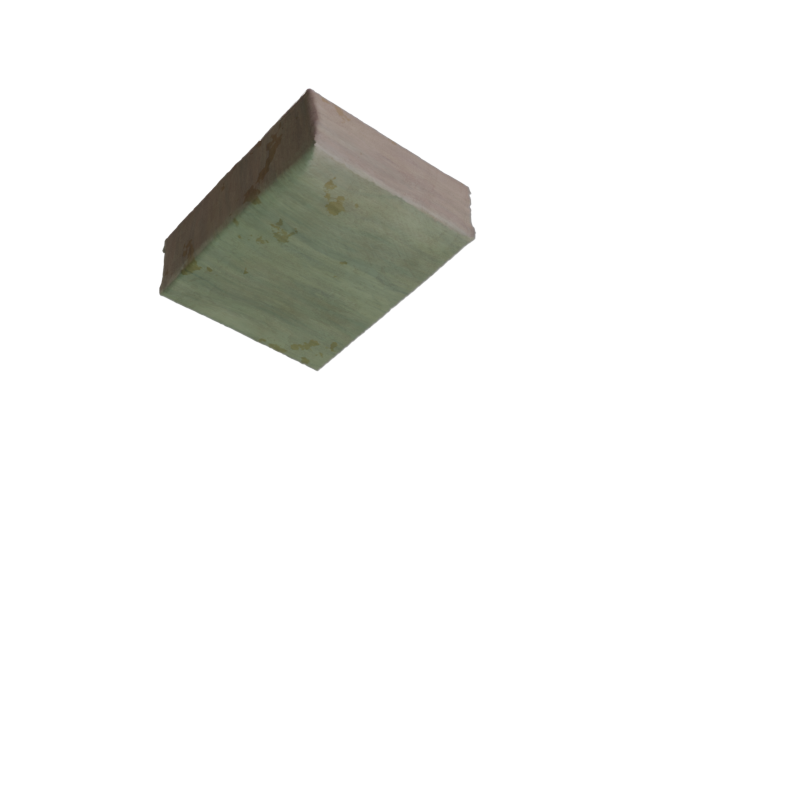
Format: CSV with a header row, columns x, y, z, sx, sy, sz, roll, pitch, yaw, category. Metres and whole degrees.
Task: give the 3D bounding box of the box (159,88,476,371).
x,y,z,sx,sy,sz,roll,pitch,yaw,category
-0.038,-0.069,0.482,0.085,0.042,0.112,28,-47,-30,box
